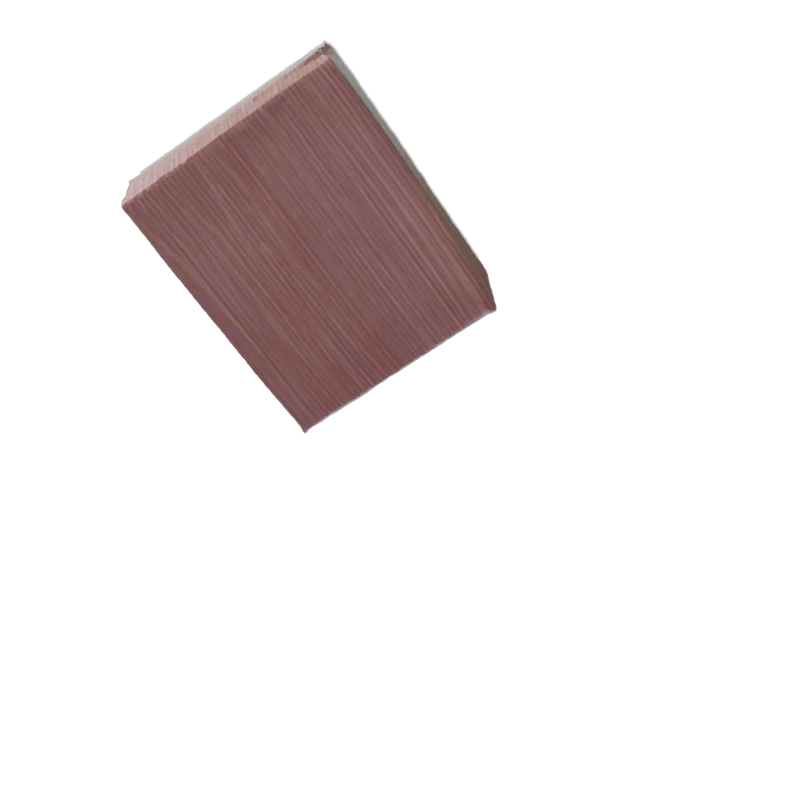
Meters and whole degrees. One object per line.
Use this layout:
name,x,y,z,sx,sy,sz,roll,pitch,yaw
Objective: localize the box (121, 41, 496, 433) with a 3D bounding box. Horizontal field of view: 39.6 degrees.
box,-0.031,-0.057,0.402,0.090,0.109,0.041,-33,16,10
